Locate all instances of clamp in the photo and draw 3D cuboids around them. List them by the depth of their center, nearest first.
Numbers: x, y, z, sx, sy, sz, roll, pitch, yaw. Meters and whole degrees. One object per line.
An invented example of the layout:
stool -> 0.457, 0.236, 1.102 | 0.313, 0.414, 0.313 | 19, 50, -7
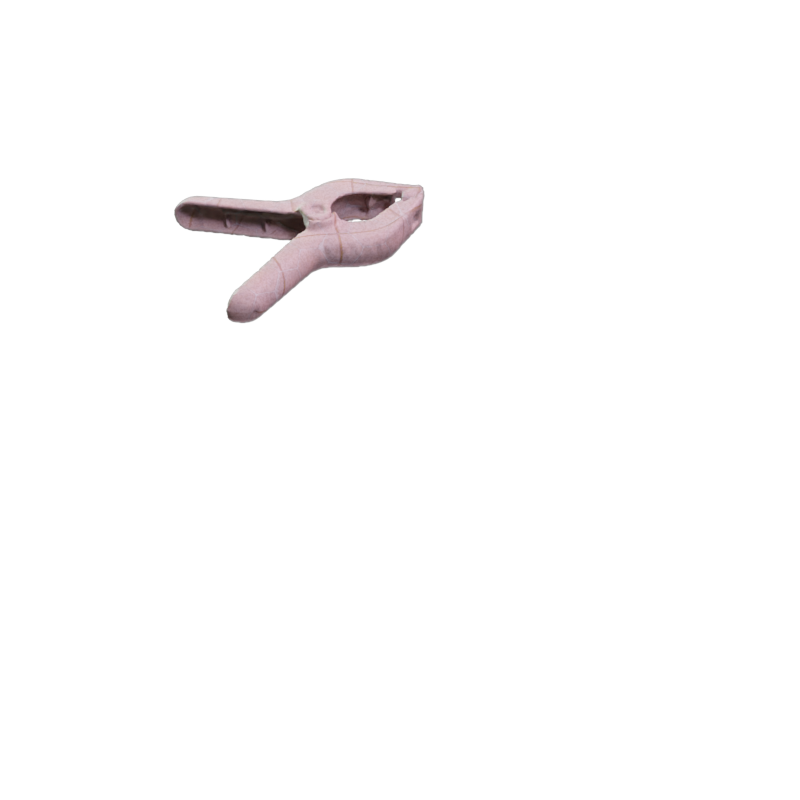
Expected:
clamp -> -0.058, -0.106, 0.743 | 0.170, 0.130, 0.036 | -12, -39, -10
